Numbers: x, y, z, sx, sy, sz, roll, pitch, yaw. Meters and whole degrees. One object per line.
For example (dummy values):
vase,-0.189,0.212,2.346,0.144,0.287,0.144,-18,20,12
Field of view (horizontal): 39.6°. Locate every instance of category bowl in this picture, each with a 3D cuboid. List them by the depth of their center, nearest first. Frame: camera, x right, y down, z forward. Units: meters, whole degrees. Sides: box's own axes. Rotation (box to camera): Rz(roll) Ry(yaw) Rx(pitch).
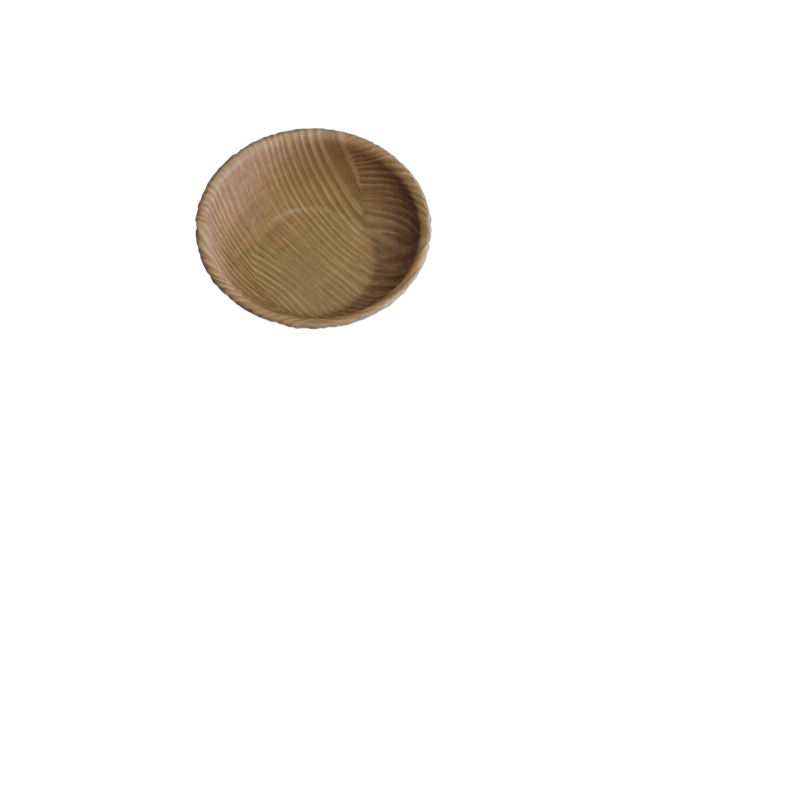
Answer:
bowl,-0.061,-0.111,0.781,0.162,0.172,0.052,-1,-28,-1
